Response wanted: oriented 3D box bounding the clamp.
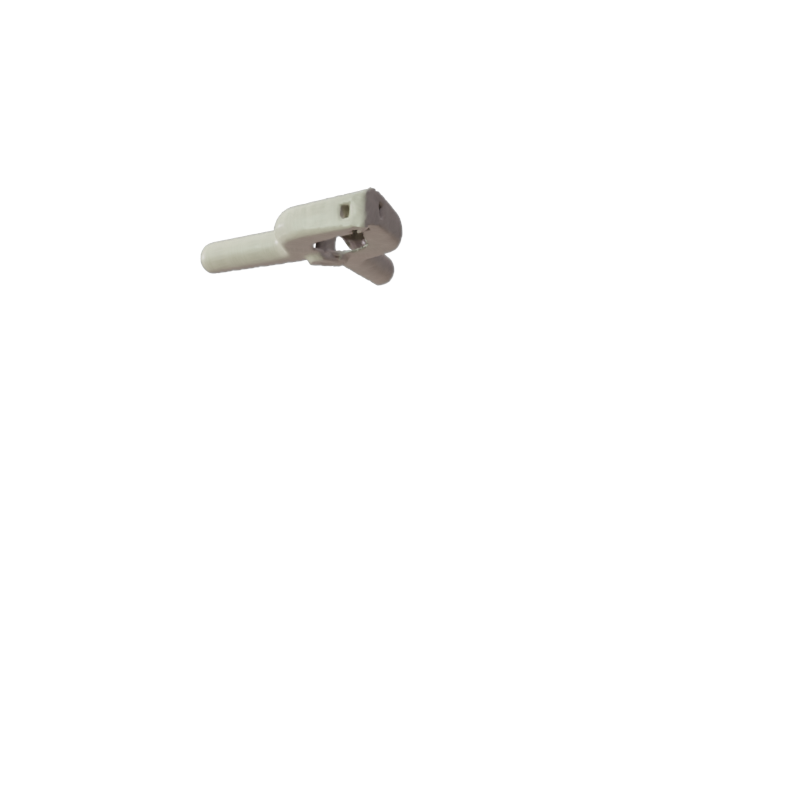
[{"bbox_3d":[-0.066,-0.121,0.846,0.162,0.037,0.208,1,-6,-11],"label":"clamp"}]
